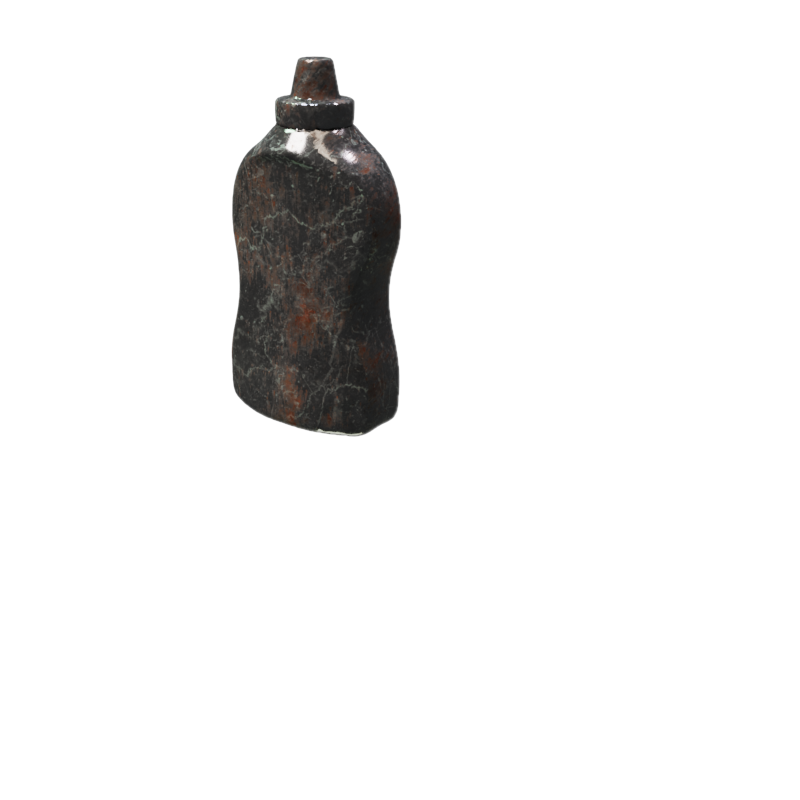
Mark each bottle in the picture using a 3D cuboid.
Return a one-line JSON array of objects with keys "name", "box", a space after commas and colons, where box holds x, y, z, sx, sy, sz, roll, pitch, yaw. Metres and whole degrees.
[{"name": "bottle", "box": [-0.045, -0.083, 0.584, 0.101, 0.185, 0.057, 14, 21, 36]}]
